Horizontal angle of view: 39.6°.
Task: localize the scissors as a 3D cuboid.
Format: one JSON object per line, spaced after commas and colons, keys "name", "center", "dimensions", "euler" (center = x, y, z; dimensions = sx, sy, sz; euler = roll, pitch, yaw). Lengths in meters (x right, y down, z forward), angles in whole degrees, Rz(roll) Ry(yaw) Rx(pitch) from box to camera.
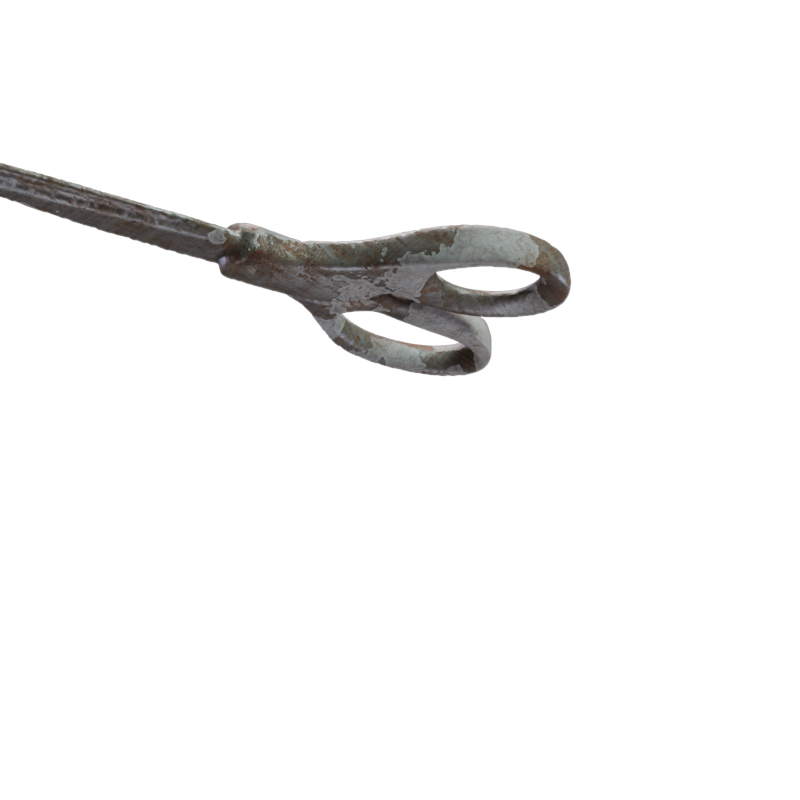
{"name": "scissors", "center": [-0.026, -0.048, 0.338], "dimensions": [0.097, 0.017, 0.189], "euler": [-21, -32, 38]}
